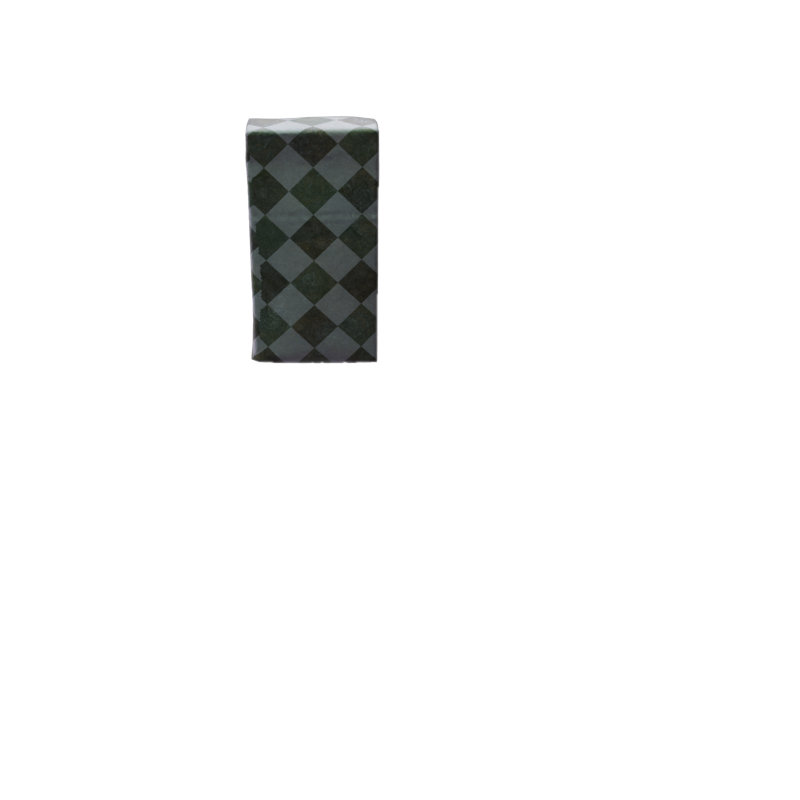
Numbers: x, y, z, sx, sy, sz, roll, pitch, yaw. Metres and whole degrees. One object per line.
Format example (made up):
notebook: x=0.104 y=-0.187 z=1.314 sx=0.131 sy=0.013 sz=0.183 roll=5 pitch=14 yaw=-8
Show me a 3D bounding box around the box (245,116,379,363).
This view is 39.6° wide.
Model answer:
box: x=-0.062 y=-0.113 z=0.793 sx=0.093 sy=0.169 sz=0.050 roll=0 pitch=19 yaw=-2
